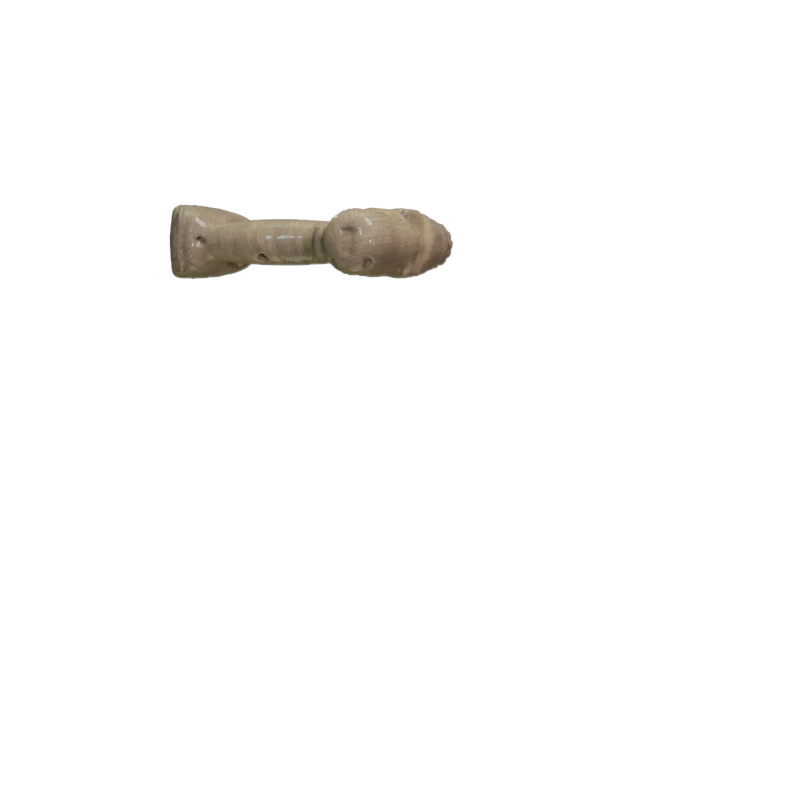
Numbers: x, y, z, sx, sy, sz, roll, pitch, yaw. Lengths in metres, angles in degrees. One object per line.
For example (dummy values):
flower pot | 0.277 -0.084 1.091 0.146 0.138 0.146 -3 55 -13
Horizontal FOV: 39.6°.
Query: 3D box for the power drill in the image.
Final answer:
power drill | -0.066 -0.121 0.849 0.193 0.057 0.180 2 5 22
